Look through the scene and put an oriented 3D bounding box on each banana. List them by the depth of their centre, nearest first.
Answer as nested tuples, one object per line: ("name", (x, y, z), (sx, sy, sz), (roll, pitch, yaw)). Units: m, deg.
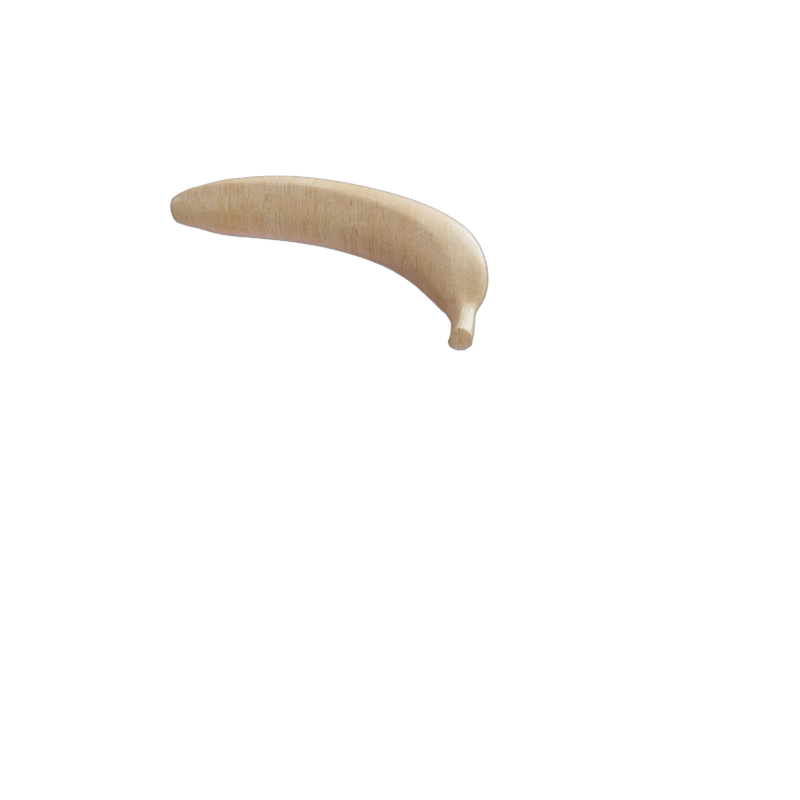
("banana", (-0.029, -0.085, 0.561), (0.210, 0.035, 0.069), (25, 39, 34))
